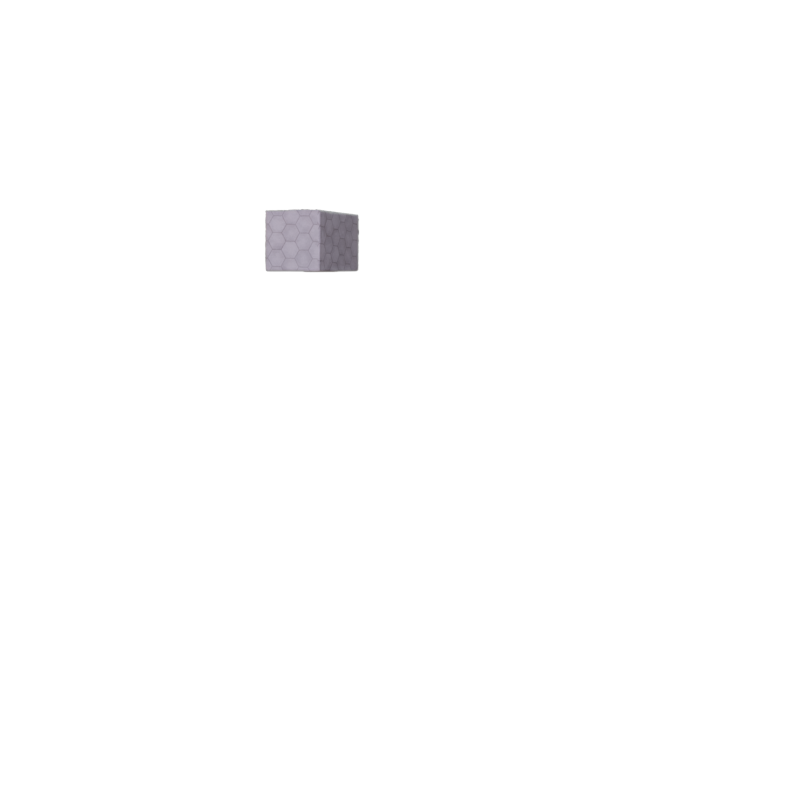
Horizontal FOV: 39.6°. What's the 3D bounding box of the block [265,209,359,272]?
[{"bbox_3d":[-0.074,-0.134,0.942,0.054,0.051,0.076,1,4,24],"label":"block"}]
